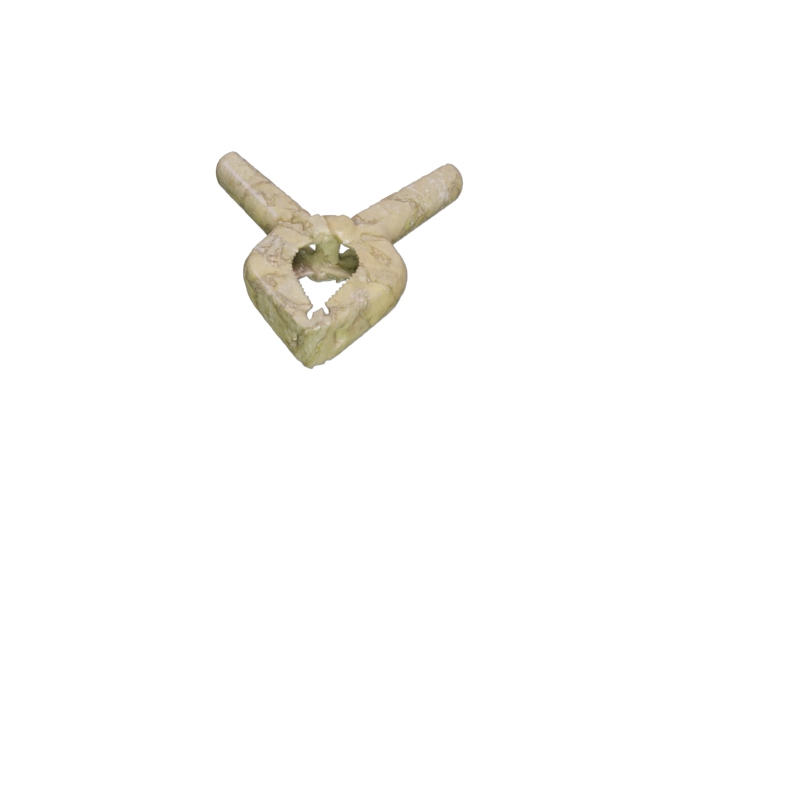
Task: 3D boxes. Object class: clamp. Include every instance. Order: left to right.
[{"bbox_3d":[-0.053,-0.096,0.673,0.167,0.034,0.221,6,38,7],"label":"clamp"}]
